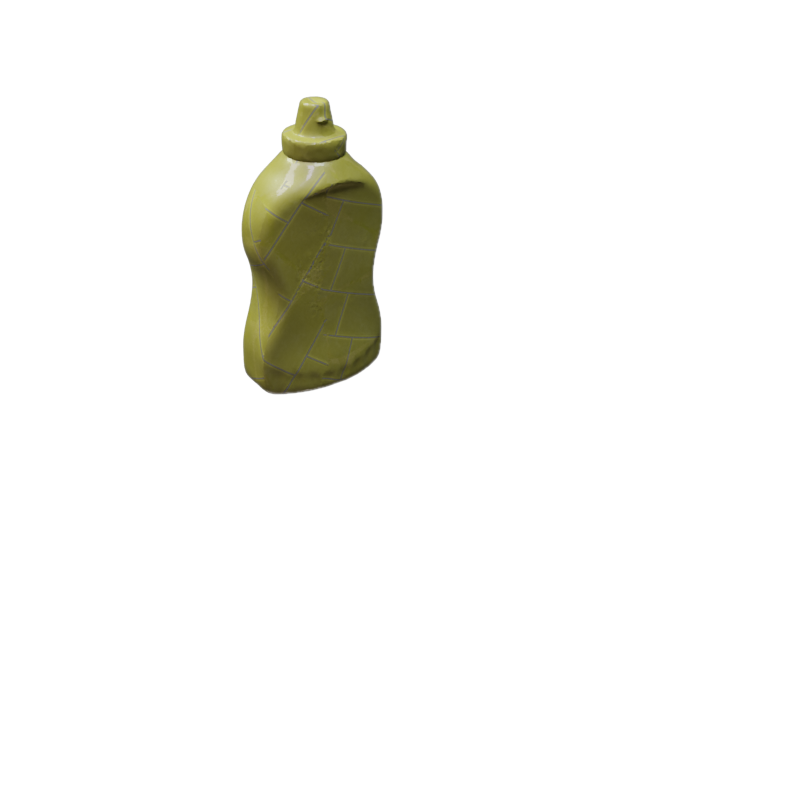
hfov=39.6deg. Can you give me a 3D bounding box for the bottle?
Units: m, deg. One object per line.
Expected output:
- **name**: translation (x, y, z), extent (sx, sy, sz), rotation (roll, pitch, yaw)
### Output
- **bottle**: translation (-0.056, -0.103, 0.720), extent (0.094, 0.181, 0.063), rotation (-15, 31, -30)
